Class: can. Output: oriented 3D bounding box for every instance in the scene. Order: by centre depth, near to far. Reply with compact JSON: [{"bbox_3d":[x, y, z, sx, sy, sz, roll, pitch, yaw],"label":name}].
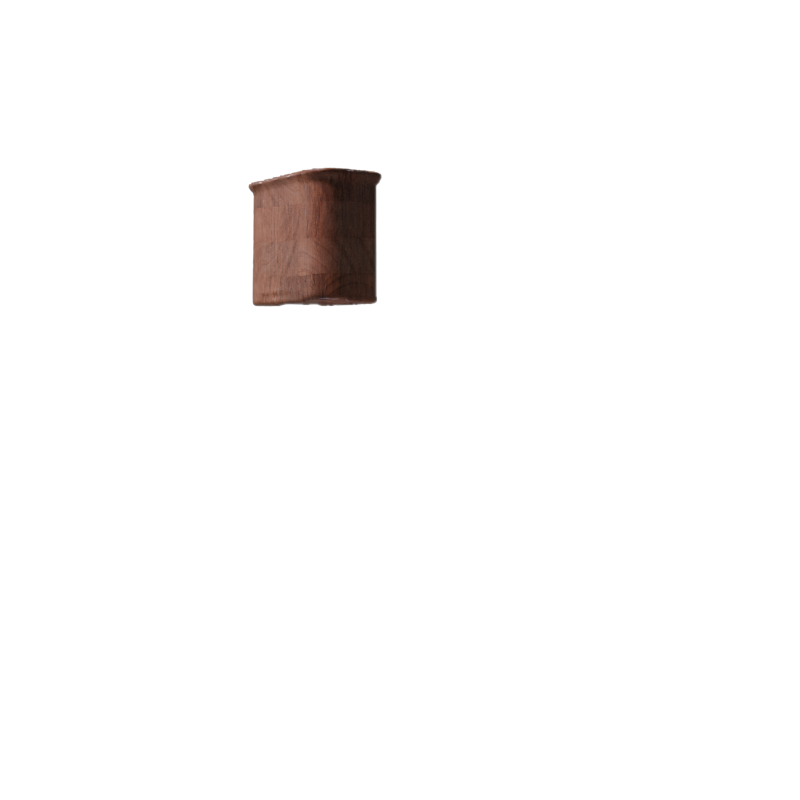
[{"bbox_3d":[-0.058,-0.105,0.735,0.055,0.084,0.105,2,-1,-36],"label":"can"}]
